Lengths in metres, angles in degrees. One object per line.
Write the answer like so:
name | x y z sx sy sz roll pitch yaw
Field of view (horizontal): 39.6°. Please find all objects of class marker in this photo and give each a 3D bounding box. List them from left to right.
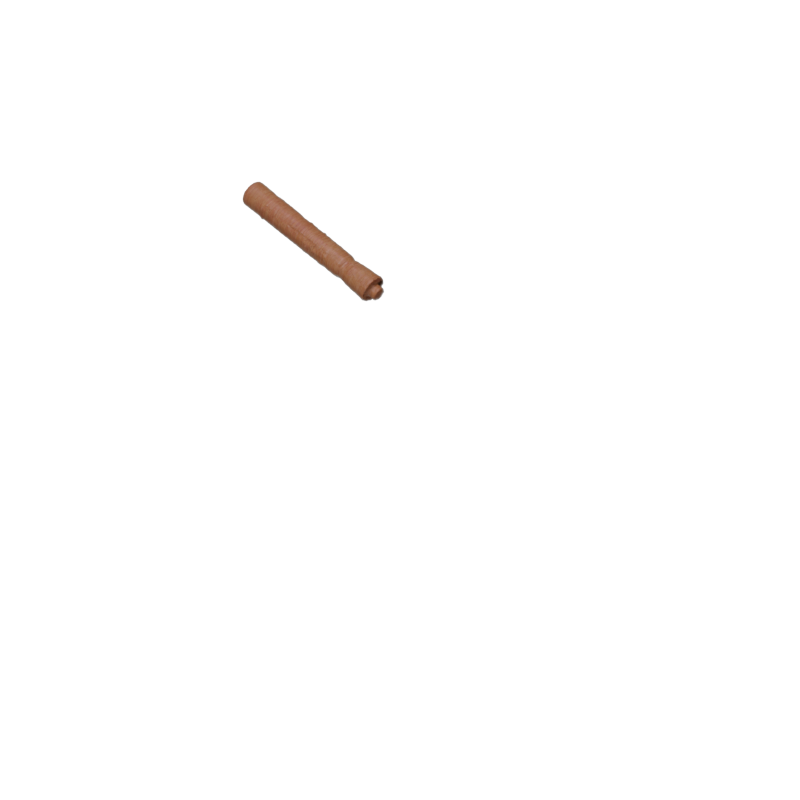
marker | -0.057 -0.104 0.726 0.129 0.019 0.019 41 23 26
